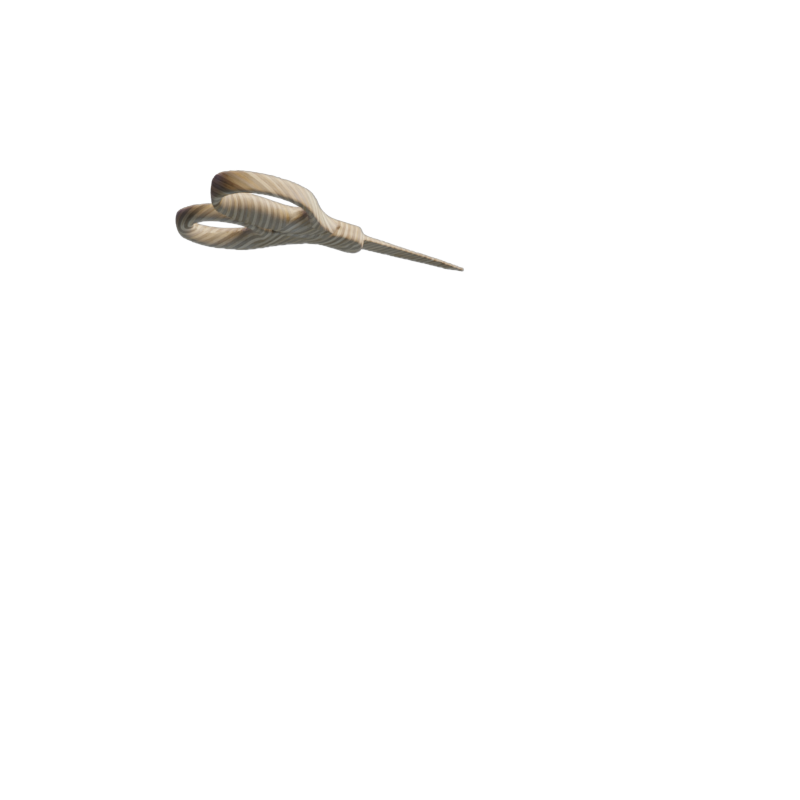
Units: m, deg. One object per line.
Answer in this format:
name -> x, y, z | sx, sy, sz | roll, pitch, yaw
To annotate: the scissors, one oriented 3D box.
scissors -> -0.053, -0.097, 0.677 | 0.098, 0.016, 0.189 | -10, -17, 34
